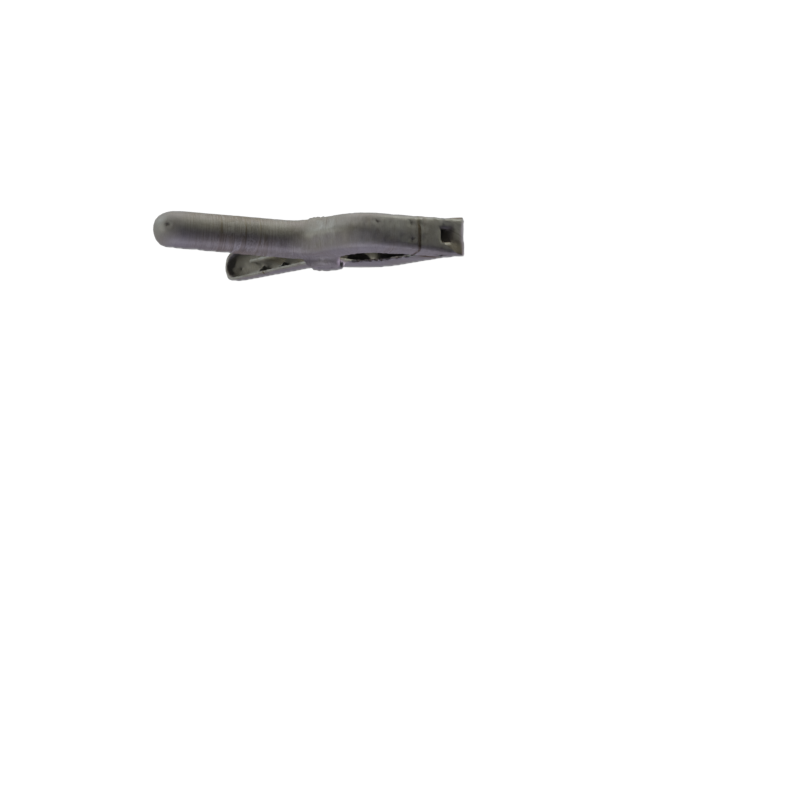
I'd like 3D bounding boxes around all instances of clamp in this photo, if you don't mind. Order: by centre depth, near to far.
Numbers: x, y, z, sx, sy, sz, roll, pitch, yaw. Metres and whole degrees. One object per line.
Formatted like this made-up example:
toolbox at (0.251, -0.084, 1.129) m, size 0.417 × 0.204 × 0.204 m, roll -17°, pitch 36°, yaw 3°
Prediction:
clamp at (-0.062, -0.113, 0.794) m, size 0.215 × 0.037 × 0.158 m, roll -1°, pitch -3°, yaw 19°
